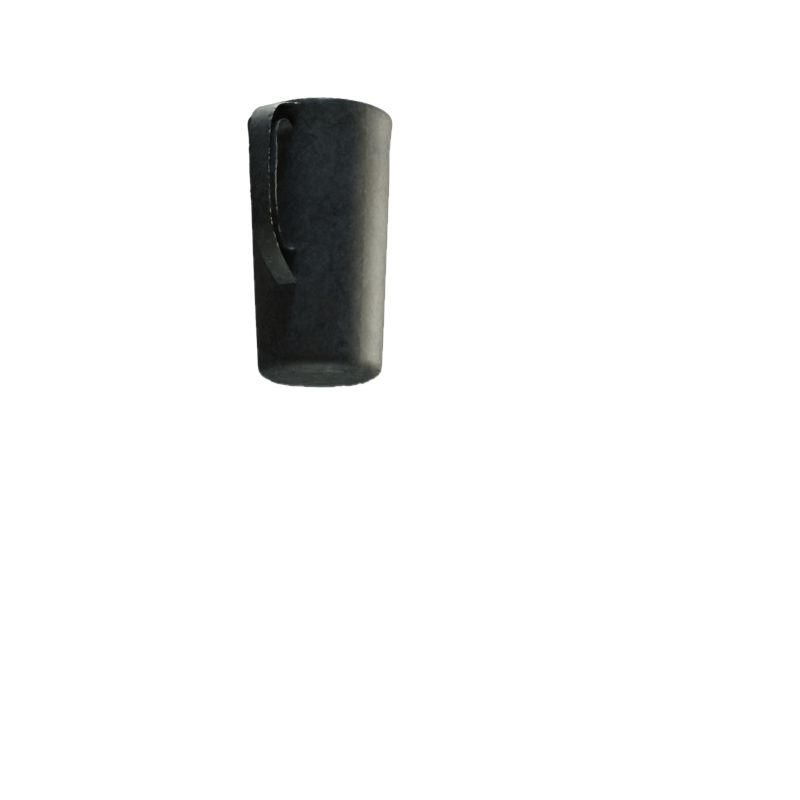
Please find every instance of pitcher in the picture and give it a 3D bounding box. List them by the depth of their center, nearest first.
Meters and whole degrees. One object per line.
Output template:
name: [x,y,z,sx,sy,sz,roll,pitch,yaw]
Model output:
pitcher: [-0.077,-0.140,0.980,0.145,0.252,0.144,4,-14,-19]
